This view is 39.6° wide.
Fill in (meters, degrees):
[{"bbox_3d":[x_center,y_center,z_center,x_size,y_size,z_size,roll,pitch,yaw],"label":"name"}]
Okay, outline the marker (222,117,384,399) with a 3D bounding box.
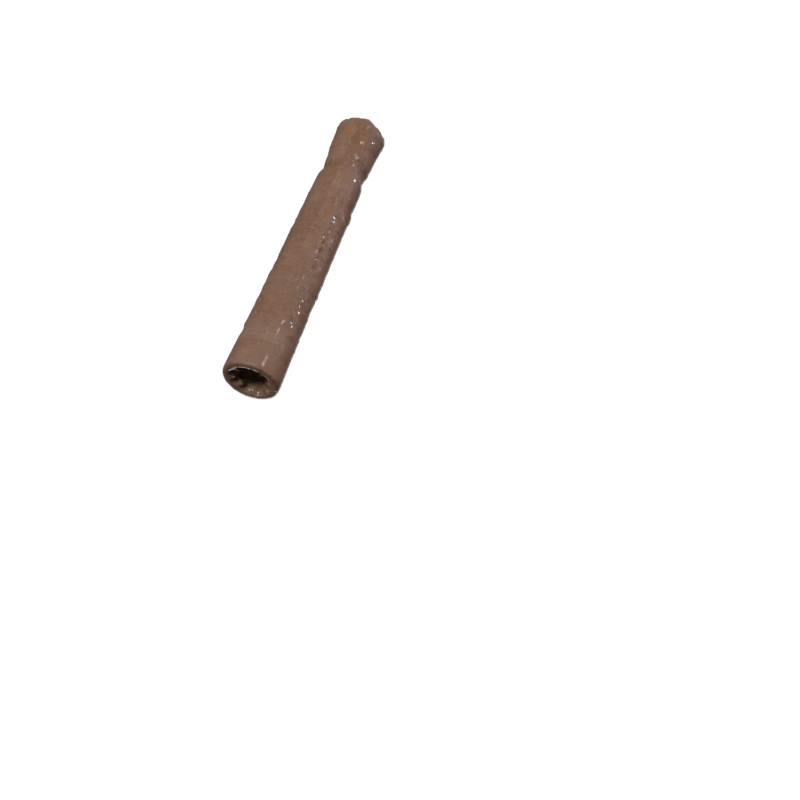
[{"bbox_3d":[-0.030,-0.054,0.377,0.020,0.127,0.018,13,-37,8],"label":"marker"}]
